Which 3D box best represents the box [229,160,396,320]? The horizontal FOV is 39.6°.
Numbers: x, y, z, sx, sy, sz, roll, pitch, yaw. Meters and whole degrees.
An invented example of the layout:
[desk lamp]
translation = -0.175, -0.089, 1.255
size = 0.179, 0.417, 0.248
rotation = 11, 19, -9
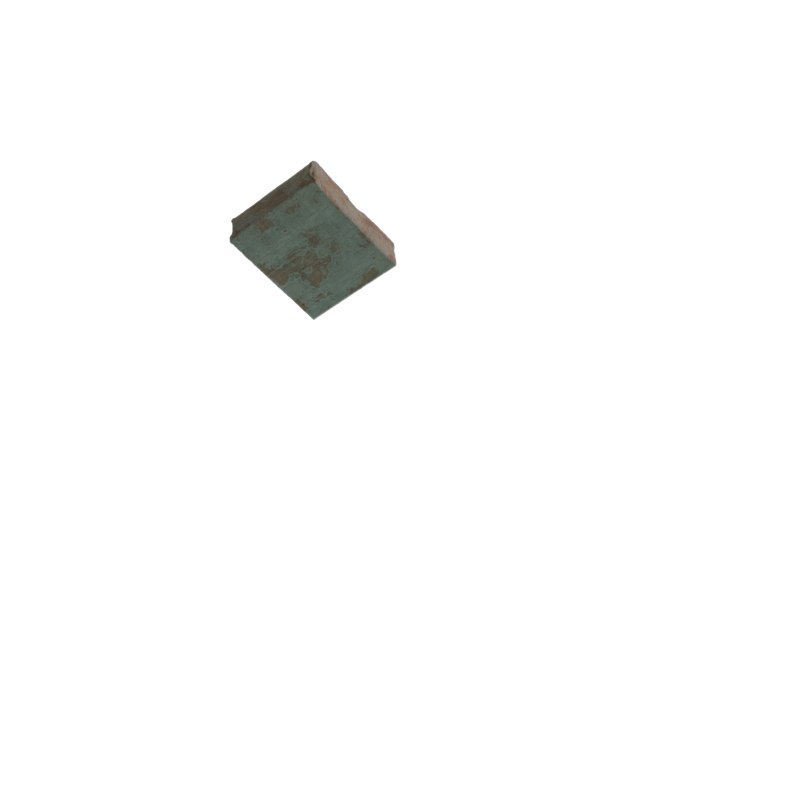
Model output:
[box]
translation = -0.058, -0.105, 0.738
size = 0.073, 0.084, 0.032
rotation = -33, 30, 22
